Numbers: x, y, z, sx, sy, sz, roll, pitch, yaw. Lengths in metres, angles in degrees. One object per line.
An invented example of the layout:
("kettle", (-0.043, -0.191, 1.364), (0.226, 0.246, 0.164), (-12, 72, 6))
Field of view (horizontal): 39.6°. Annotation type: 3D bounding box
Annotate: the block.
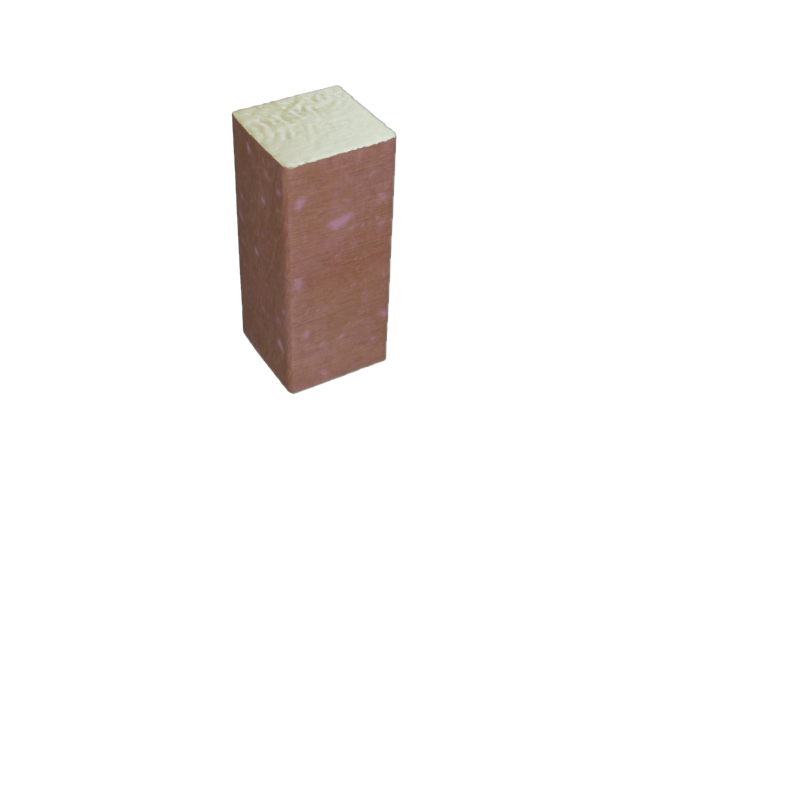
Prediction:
("block", (-0.065, -0.119, 0.837), (0.090, 0.192, 0.097), (-18, 44, -24))
